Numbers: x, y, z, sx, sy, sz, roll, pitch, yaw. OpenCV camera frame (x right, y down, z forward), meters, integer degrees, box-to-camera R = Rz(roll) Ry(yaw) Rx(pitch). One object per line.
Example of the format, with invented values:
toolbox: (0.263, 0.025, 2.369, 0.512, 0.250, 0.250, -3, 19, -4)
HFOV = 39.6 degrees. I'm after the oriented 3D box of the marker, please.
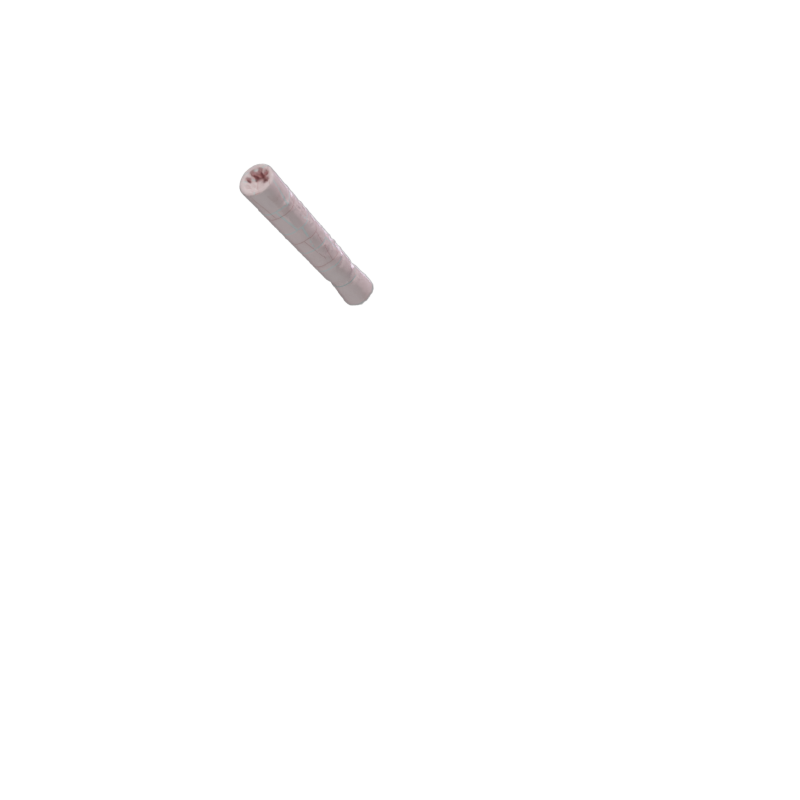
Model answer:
marker: (-0.045, -0.082, 0.574, 0.020, 0.021, 0.112, 2, -24, 30)
